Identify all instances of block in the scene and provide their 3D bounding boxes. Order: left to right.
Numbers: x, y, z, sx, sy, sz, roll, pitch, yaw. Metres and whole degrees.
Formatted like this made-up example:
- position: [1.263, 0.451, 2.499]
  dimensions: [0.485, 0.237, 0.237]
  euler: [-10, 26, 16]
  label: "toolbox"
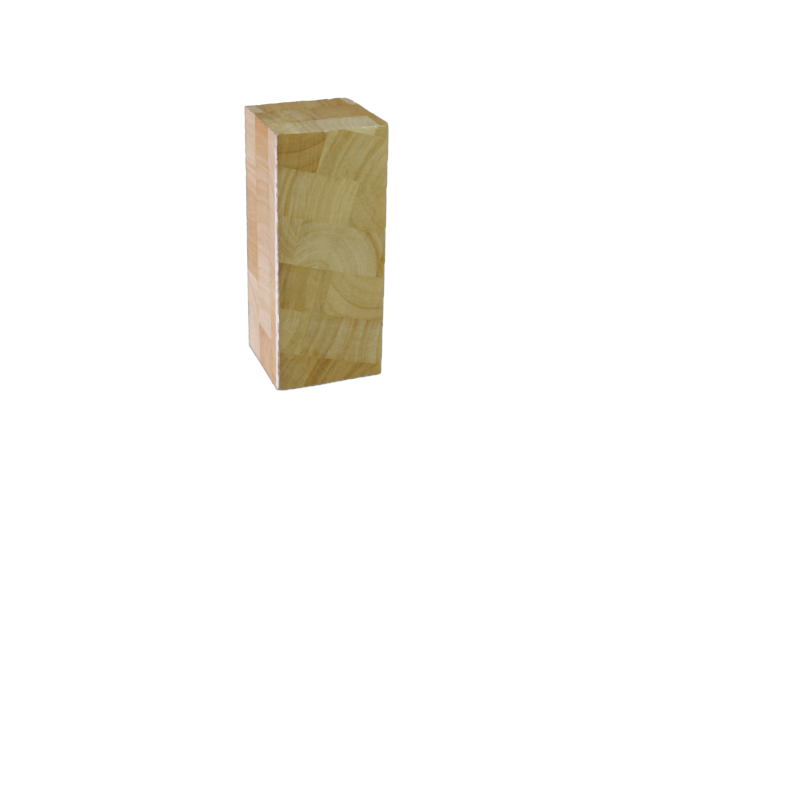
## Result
- position: [-0.068, -0.124, 0.872]
  dimensions: [0.088, 0.196, 0.097]
  euler: [-7, 24, -20]
  label: "block"
